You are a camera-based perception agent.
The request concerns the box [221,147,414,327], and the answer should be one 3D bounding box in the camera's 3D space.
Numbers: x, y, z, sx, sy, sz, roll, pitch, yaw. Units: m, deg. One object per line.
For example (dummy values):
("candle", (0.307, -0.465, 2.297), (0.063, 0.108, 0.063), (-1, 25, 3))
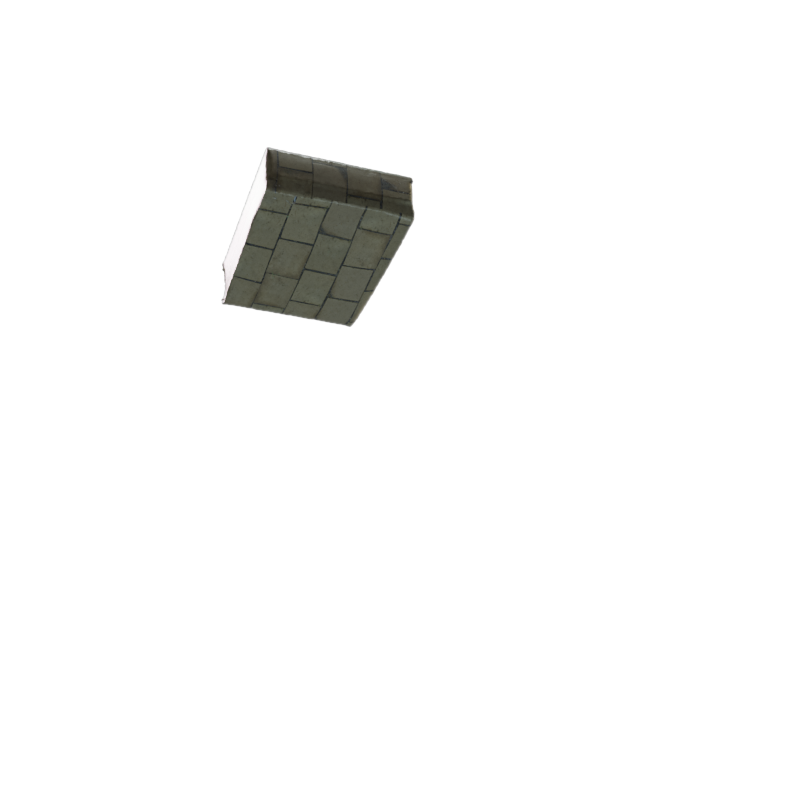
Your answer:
("box", (-0.052, -0.095, 0.667), (0.088, 0.042, 0.108), (12, -40, -15))
